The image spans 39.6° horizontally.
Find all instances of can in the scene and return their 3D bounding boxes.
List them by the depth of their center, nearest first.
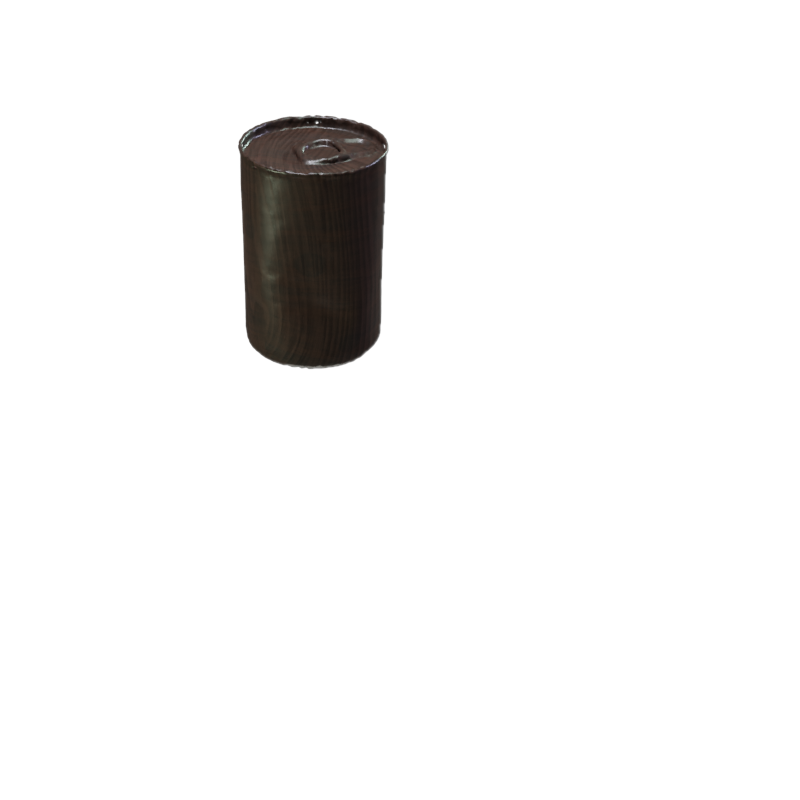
[{"bbox_3d":[-0.041,-0.075,0.524,0.068,0.096,0.073,0,31,-3],"label":"can"}]
